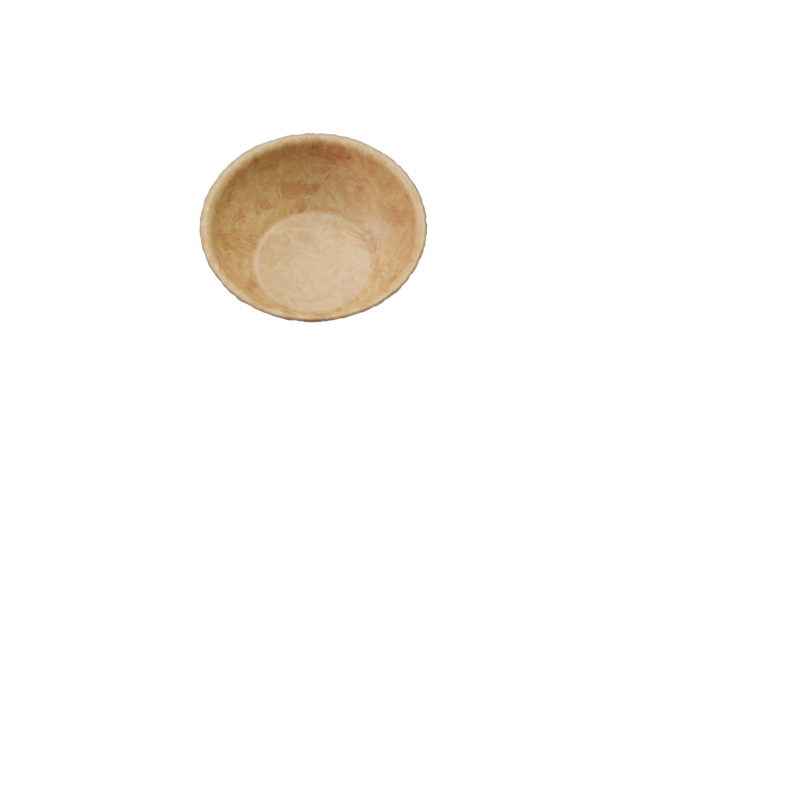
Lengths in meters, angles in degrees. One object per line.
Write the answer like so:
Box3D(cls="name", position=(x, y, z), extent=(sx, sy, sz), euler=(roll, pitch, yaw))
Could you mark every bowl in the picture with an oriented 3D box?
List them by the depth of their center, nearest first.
Box3D(cls="bowl", position=(-0.063, -0.115, 0.808), extent=(0.162, 0.173, 0.052), euler=(-1, -31, -1))
